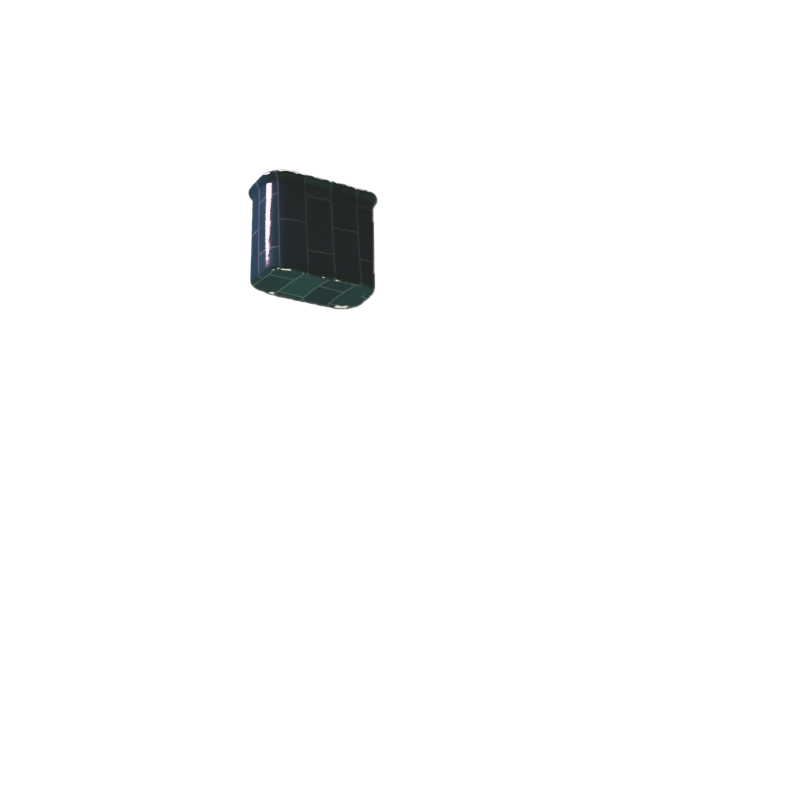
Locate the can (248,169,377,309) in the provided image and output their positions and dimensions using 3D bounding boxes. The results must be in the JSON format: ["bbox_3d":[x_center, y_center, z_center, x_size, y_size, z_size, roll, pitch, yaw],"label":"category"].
[{"bbox_3d":[-0.068,-0.124,0.871,0.098,0.088,0.057,11,-26,-26],"label":"can"}]
